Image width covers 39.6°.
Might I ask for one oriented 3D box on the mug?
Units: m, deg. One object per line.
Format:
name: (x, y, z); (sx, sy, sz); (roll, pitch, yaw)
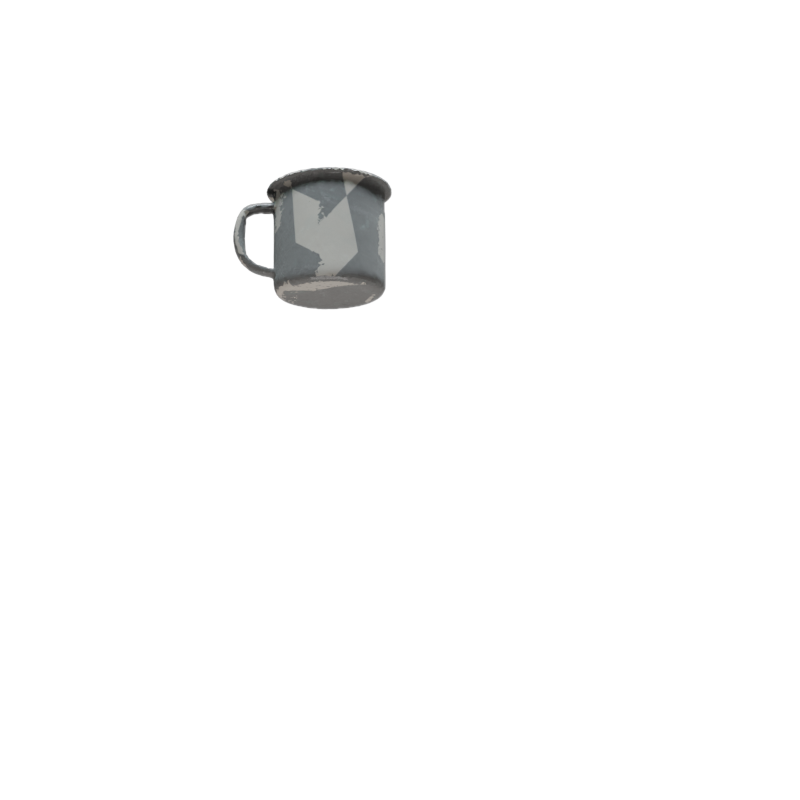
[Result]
mug: (-0.064, -0.116, 0.811); (0.115, 0.085, 0.091); (2, -16, -10)
